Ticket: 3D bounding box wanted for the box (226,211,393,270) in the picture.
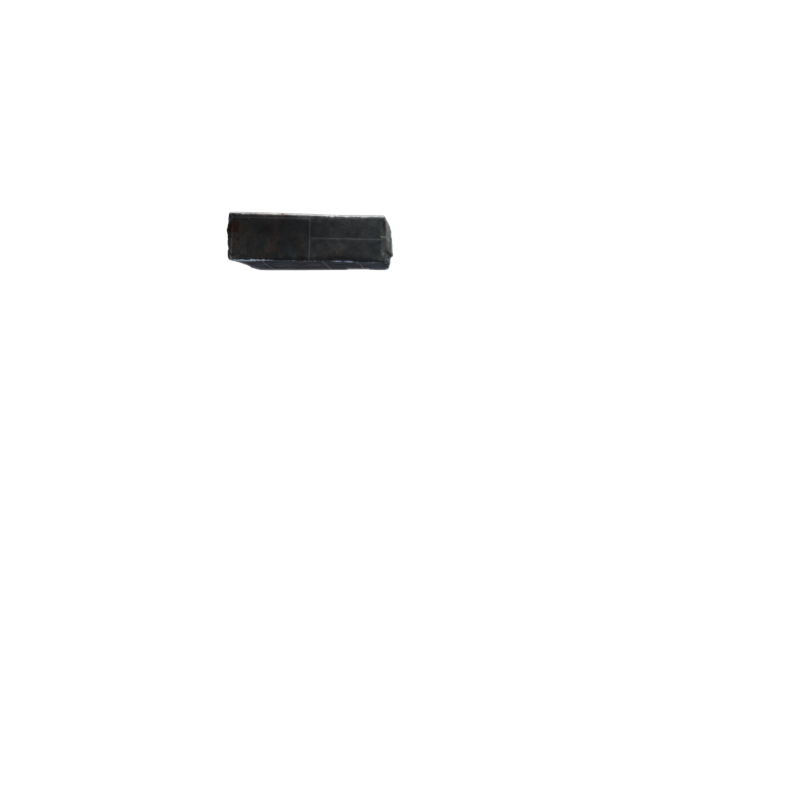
[{"bbox_3d":[-0.064,-0.116,0.811,0.114,0.039,0.089,0,2,4],"label":"box"}]
